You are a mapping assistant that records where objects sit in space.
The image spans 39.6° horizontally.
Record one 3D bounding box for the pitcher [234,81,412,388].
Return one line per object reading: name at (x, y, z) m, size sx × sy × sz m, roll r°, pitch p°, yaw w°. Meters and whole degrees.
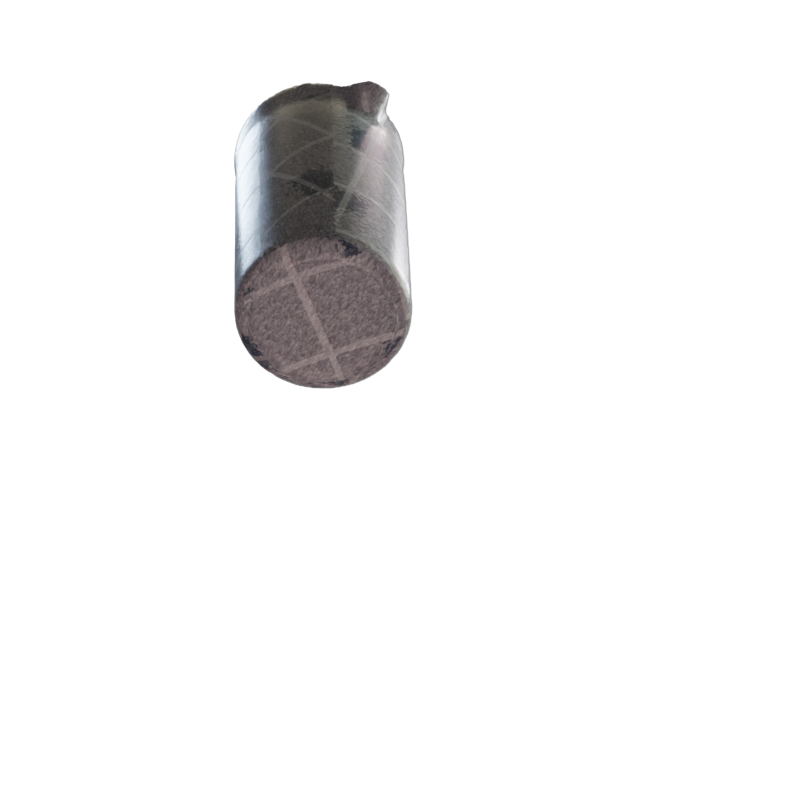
pitcher at (-0.060, -0.110, 0.771) m, size 0.145 × 0.139 × 0.259 m, roll -10°, pitch 33°, yaw 3°
